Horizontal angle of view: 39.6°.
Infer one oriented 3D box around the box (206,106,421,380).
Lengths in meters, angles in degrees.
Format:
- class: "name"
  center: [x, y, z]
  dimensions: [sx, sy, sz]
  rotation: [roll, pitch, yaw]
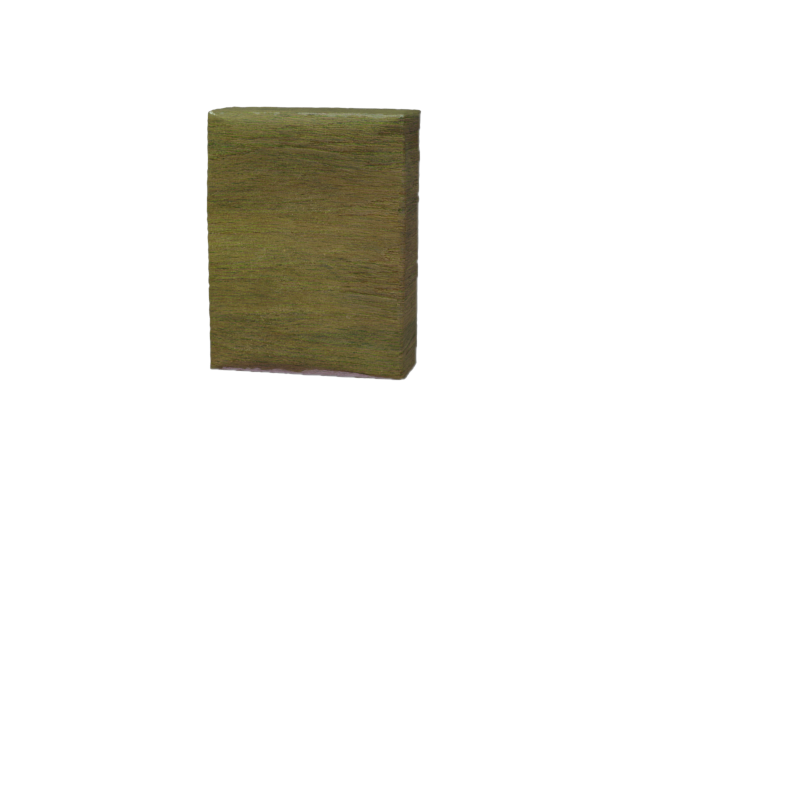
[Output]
- class: "box"
  center: [-0.070, -0.128, 0.897]
  dimensions: [0.167, 0.209, 0.072]
  rotation: [4, 11, 14]
